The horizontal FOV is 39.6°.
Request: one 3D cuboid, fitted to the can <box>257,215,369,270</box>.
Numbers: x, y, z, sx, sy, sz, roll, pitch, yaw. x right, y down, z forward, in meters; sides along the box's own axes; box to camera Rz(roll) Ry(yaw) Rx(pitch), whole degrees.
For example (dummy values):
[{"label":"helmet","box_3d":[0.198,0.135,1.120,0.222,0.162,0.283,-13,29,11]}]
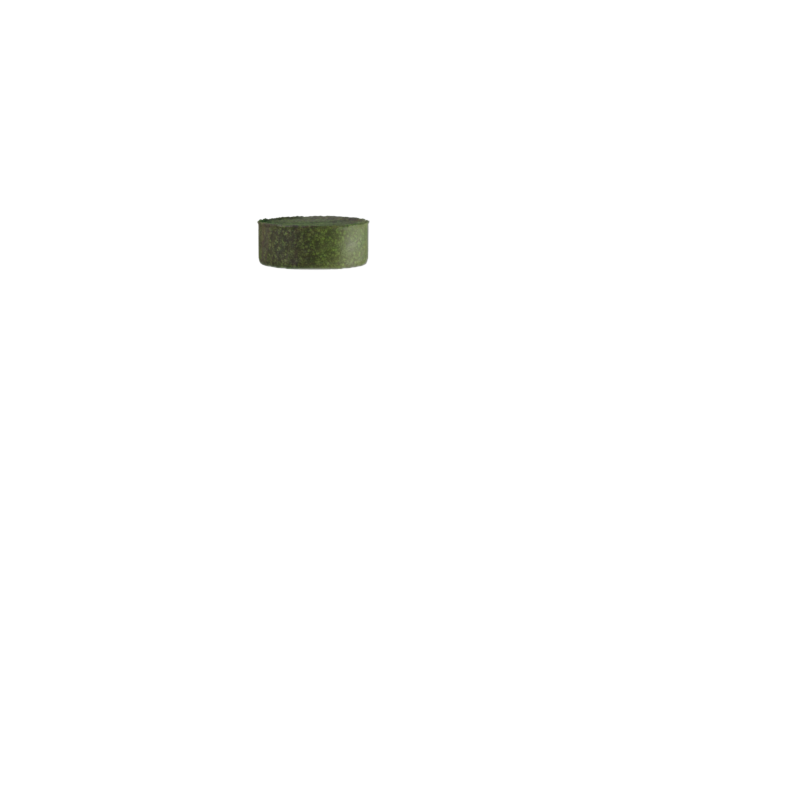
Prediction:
[{"label":"can","box_3d":[-0.067,-0.121,0.850,0.086,0.033,0.088,0,13,-2]}]
